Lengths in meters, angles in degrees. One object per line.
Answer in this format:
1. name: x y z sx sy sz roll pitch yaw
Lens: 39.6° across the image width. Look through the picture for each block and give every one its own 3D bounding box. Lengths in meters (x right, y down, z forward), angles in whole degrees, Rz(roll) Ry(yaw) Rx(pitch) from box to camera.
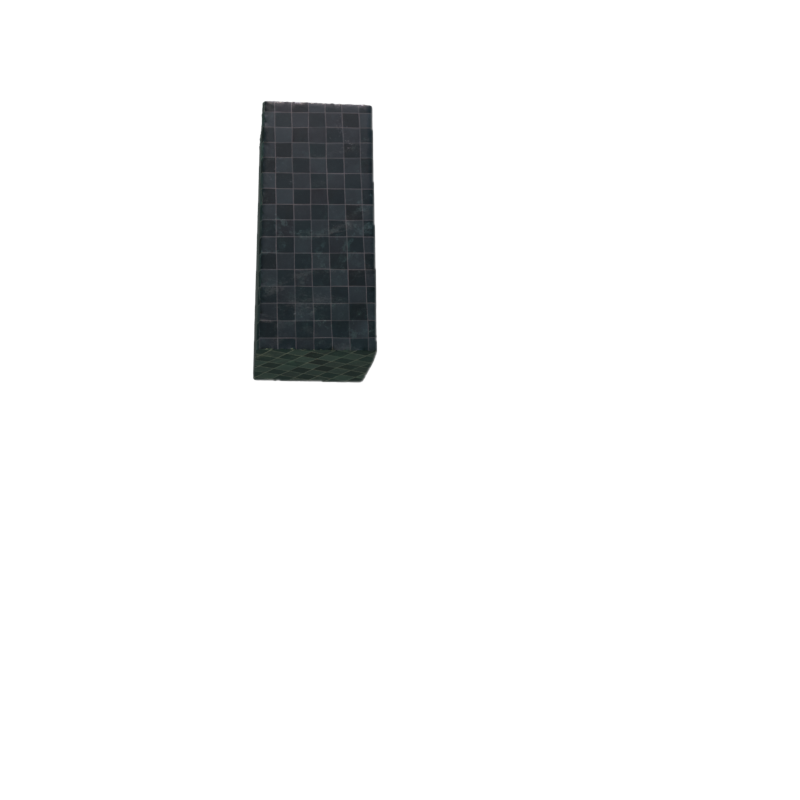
1. block: -0.069 -0.126 0.885 0.090 0.216 0.087 1 -21 -7
